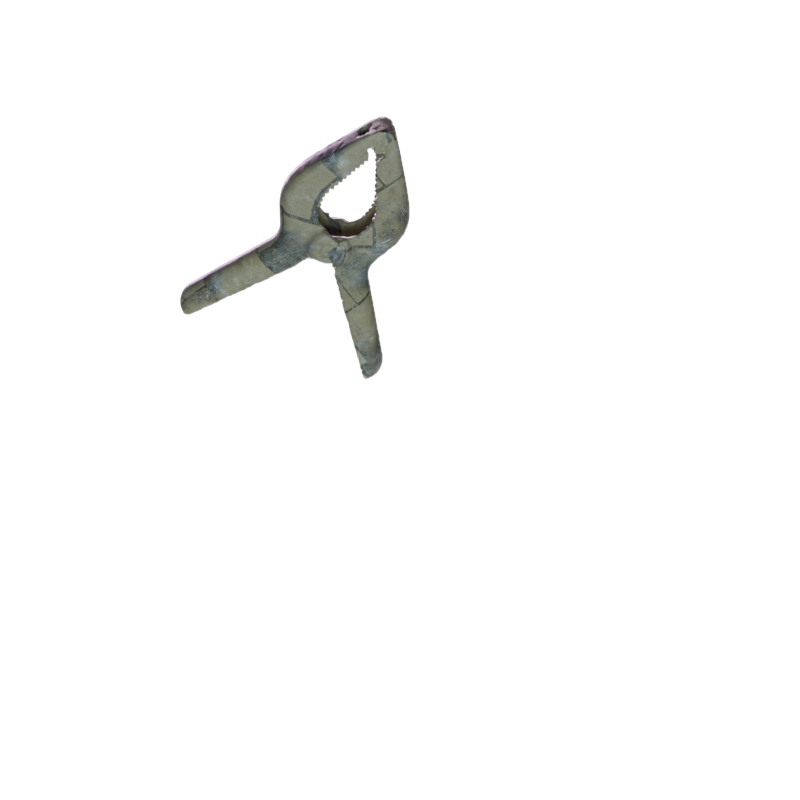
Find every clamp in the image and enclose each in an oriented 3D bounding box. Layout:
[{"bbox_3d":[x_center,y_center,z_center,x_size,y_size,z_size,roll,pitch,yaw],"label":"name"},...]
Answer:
[{"bbox_3d":[-0.064,-0.116,0.813,0.162,0.200,0.039,15,32,-10],"label":"clamp"}]
